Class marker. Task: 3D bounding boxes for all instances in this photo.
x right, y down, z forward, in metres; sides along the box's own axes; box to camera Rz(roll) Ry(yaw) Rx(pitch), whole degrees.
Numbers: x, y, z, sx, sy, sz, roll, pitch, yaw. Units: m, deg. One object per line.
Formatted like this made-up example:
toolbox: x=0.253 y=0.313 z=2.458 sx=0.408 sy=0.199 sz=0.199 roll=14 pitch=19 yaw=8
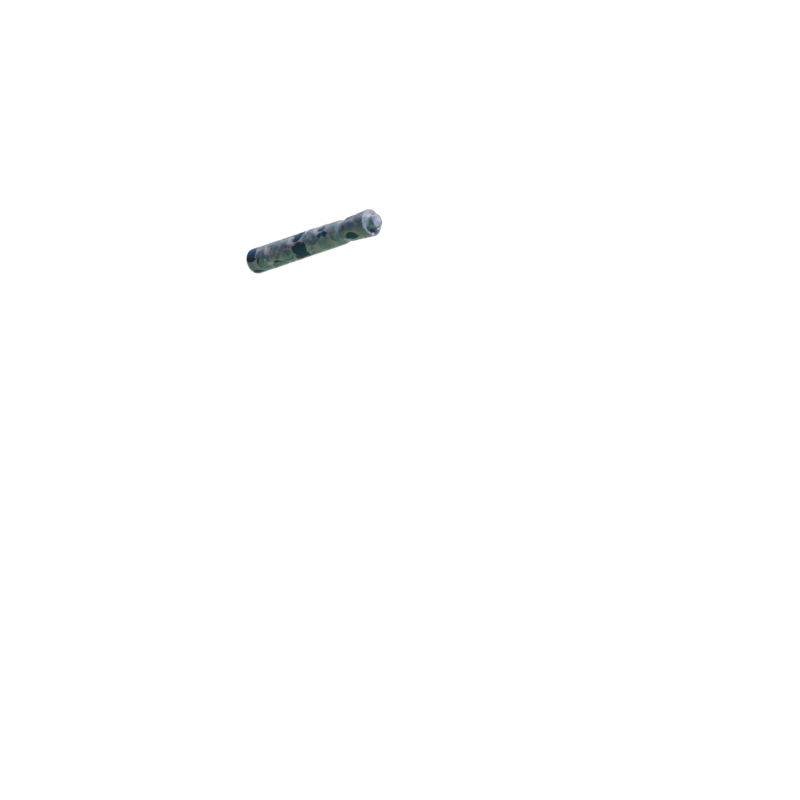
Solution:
marker: x=-0.060 y=-0.110 z=0.773 sx=0.123 sy=0.020 sz=0.019 roll=-11 pitch=-4 yaw=41
